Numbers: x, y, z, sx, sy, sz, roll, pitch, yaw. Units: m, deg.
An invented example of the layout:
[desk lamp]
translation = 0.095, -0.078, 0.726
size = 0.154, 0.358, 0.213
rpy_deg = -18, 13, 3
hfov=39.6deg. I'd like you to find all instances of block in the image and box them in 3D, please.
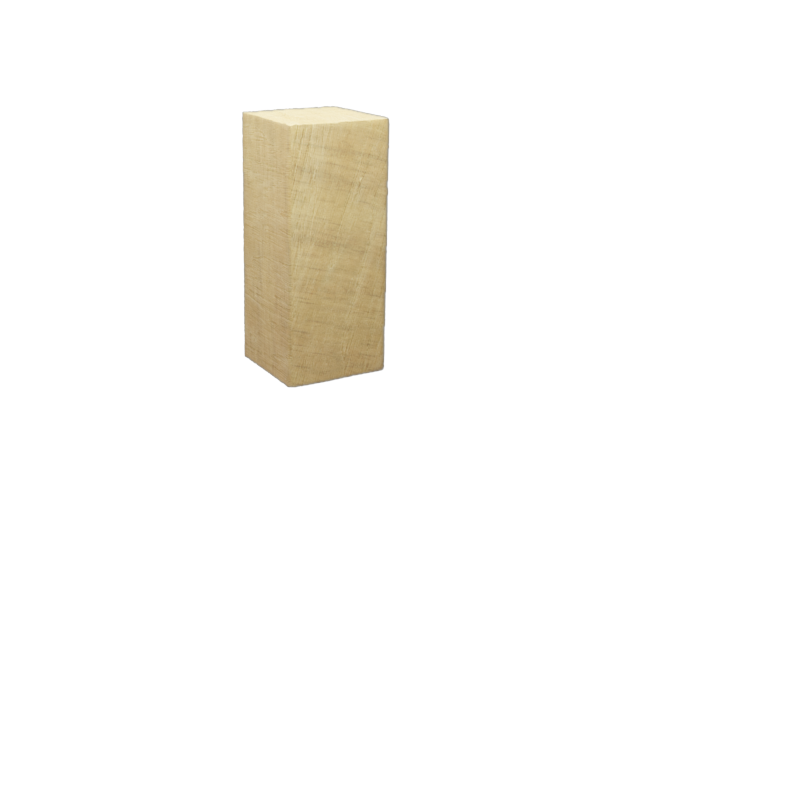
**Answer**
[block]
translation = -0.069, -0.128, 0.894
size = 0.088, 0.199, 0.096
rpy_deg = -8, 17, -30
